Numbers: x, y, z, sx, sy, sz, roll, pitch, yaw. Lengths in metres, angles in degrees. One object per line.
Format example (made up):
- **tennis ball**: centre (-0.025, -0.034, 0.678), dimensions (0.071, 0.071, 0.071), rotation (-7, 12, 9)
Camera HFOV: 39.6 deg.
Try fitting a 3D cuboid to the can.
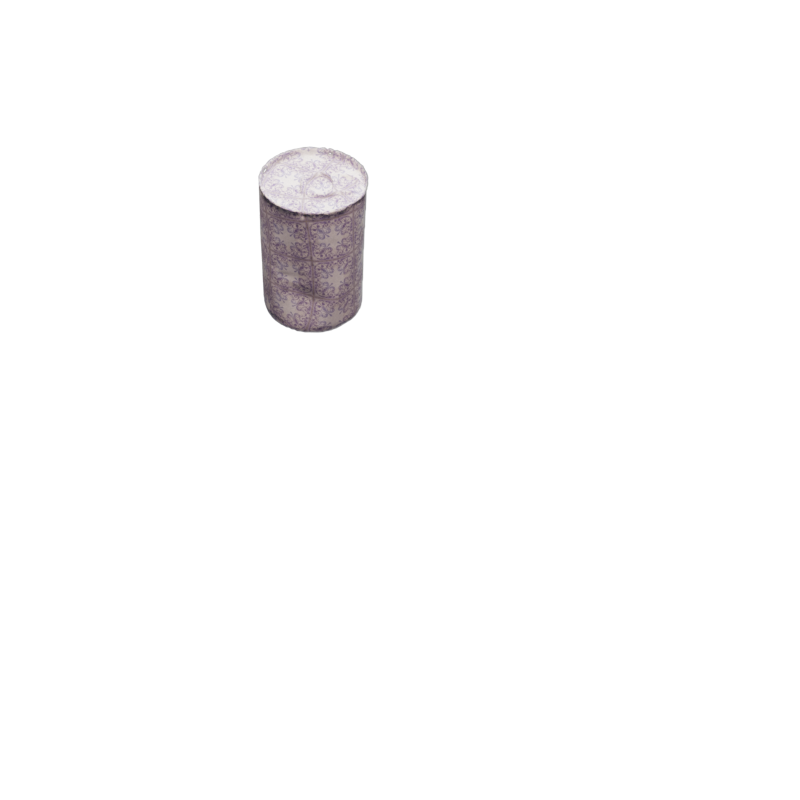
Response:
- **can**: centre (-0.056, -0.102, 0.713), dimensions (0.068, 0.095, 0.074), rotation (0, 44, -3)
